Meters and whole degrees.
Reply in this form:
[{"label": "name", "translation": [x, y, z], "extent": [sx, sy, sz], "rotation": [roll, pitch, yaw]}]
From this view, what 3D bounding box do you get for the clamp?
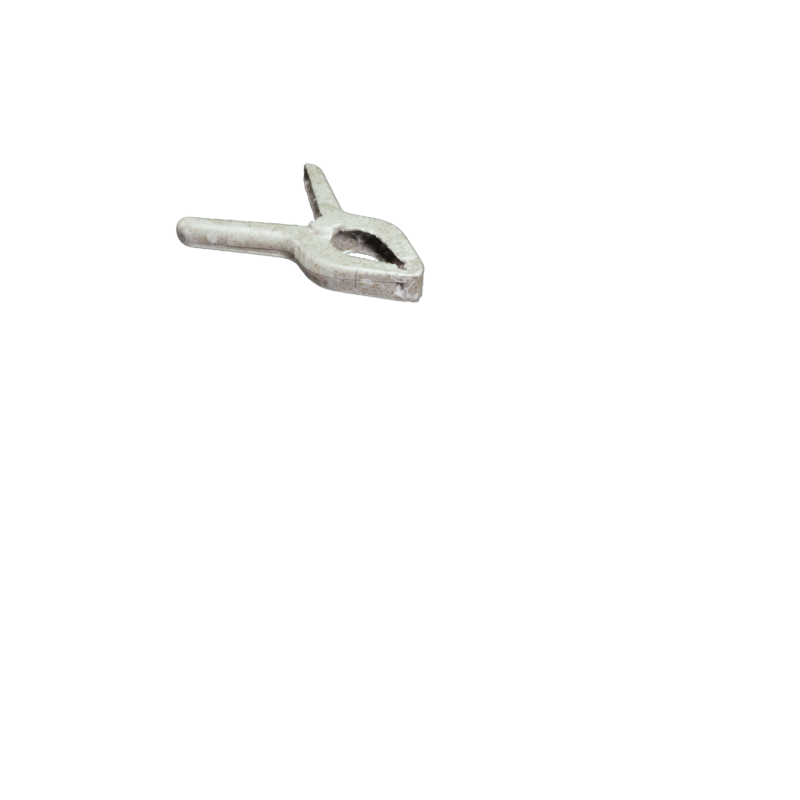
[{"label": "clamp", "translation": [-0.072, -0.131, 0.916], "extent": [0.164, 0.034, 0.225], "rotation": [-27, 44, -31]}]
